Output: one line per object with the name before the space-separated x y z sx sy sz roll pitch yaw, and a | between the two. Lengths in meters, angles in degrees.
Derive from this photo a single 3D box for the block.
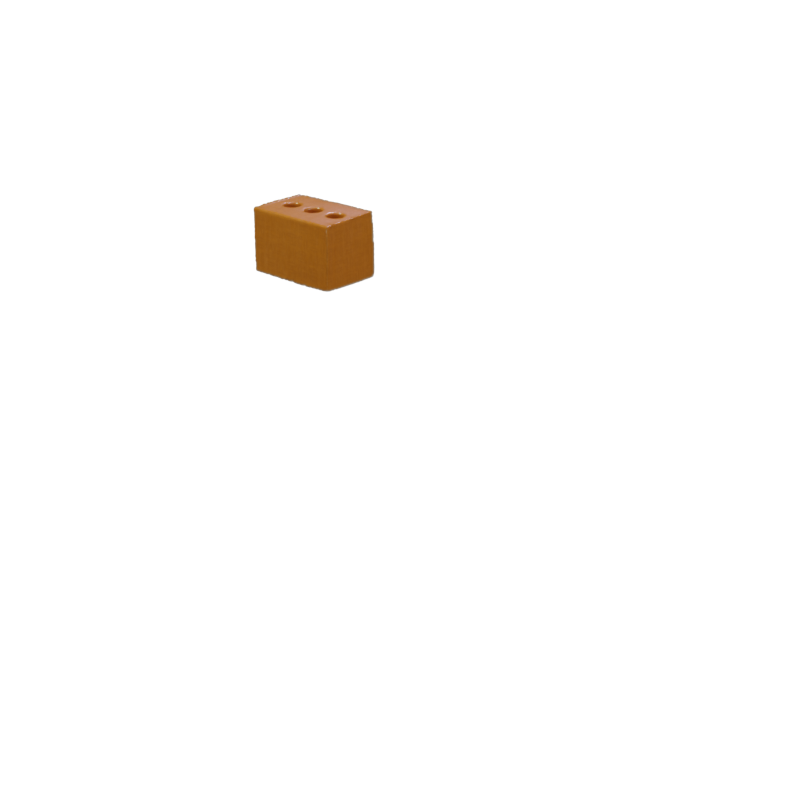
block | -0.065 -0.119 0.831 0.082 0.049 0.052 19 27 37
